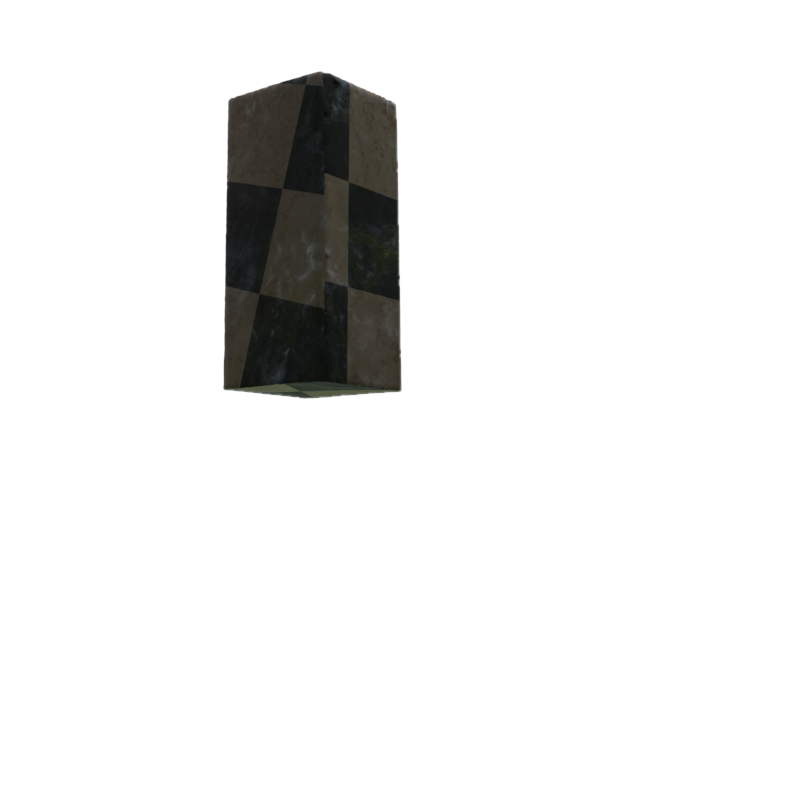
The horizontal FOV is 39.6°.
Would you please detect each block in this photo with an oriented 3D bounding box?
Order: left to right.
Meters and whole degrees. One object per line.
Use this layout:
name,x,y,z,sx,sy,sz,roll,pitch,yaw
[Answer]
block,-0.060,-0.110,0.770,0.092,0.212,0.086,-9,-14,36
